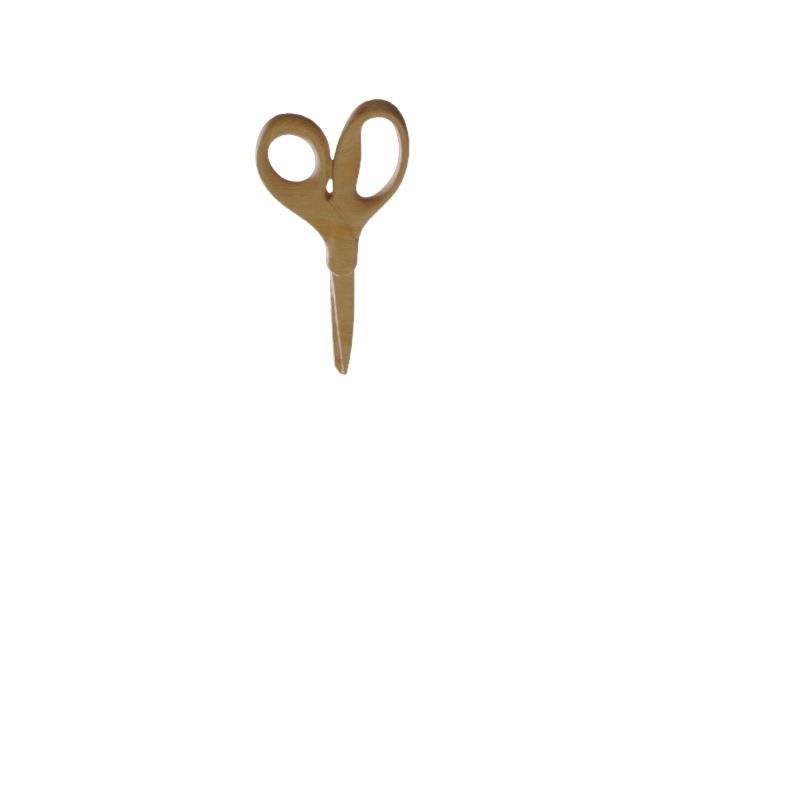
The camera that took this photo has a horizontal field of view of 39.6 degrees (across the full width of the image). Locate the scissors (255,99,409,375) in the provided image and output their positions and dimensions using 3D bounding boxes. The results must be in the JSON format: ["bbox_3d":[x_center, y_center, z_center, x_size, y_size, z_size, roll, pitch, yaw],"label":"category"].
[{"bbox_3d":[-0.052,-0.095,0.667,0.094,0.192,0.017,13,38,-11],"label":"scissors"}]
